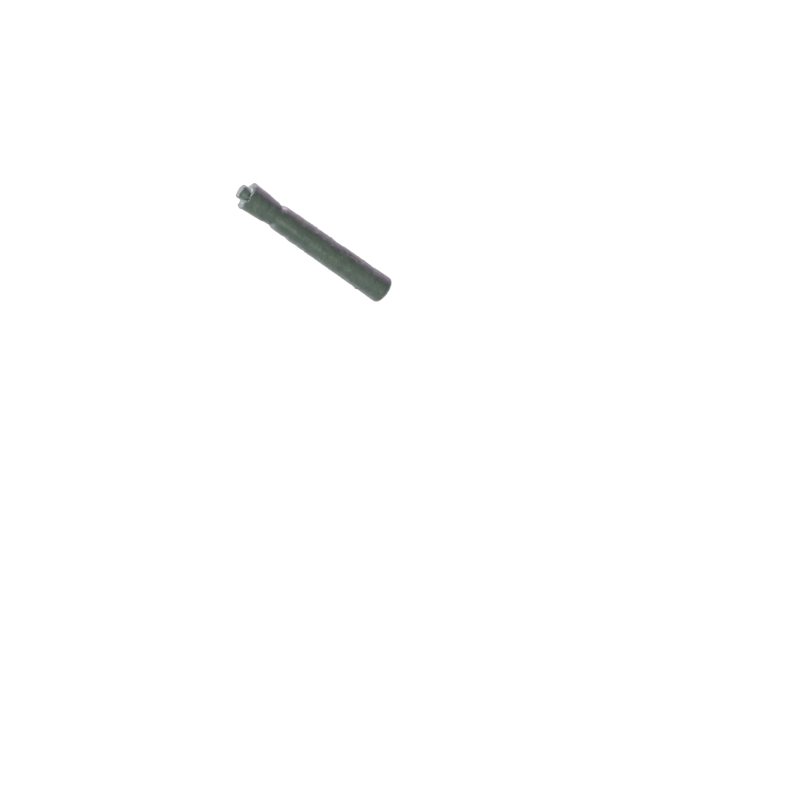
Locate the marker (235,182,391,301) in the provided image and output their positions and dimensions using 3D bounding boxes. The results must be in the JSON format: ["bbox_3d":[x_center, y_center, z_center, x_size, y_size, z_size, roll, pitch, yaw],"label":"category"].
[{"bbox_3d":[-0.056,-0.103,0.721,0.115,0.020,0.020,33,-11,-21],"label":"marker"}]
